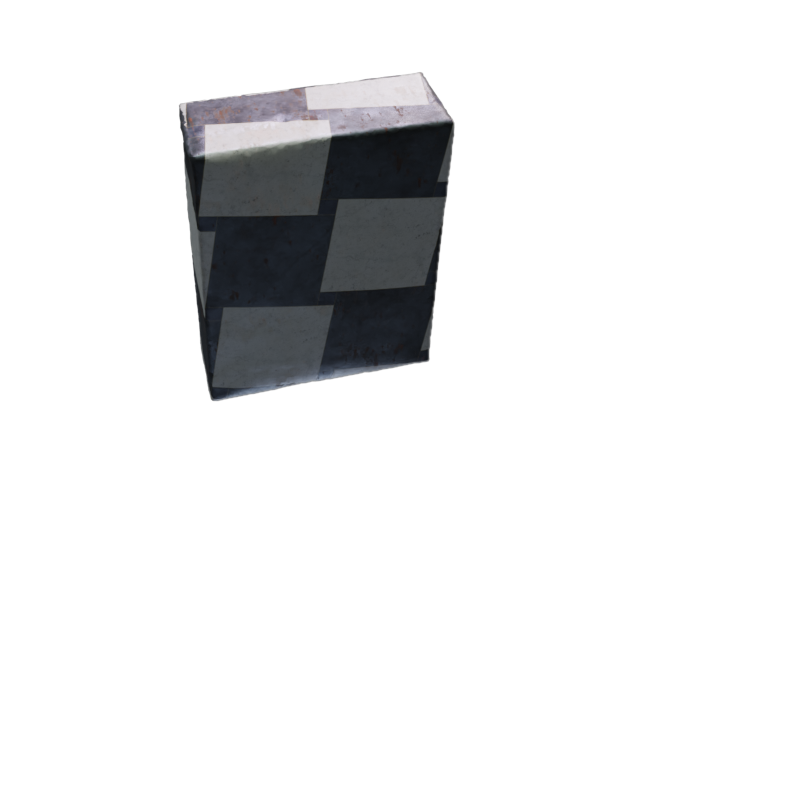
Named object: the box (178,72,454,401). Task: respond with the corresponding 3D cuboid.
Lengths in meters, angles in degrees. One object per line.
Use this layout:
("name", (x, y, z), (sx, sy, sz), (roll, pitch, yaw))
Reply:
("box", (-0.059, -0.107, 0.747), (0.162, 0.199, 0.078), (-9, 45, -12))
